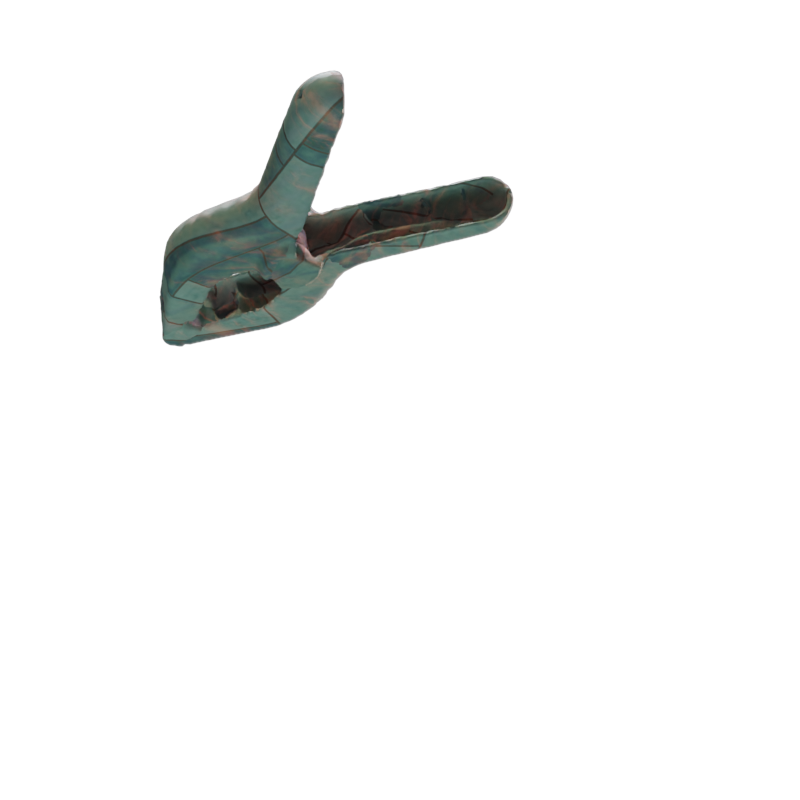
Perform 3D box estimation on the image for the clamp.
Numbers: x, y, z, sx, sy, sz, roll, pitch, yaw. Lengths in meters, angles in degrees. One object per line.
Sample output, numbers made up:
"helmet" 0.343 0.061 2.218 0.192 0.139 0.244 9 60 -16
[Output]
"clamp" -0.038 -0.070 0.489 0.113 0.042 0.170 24 -39 -33
